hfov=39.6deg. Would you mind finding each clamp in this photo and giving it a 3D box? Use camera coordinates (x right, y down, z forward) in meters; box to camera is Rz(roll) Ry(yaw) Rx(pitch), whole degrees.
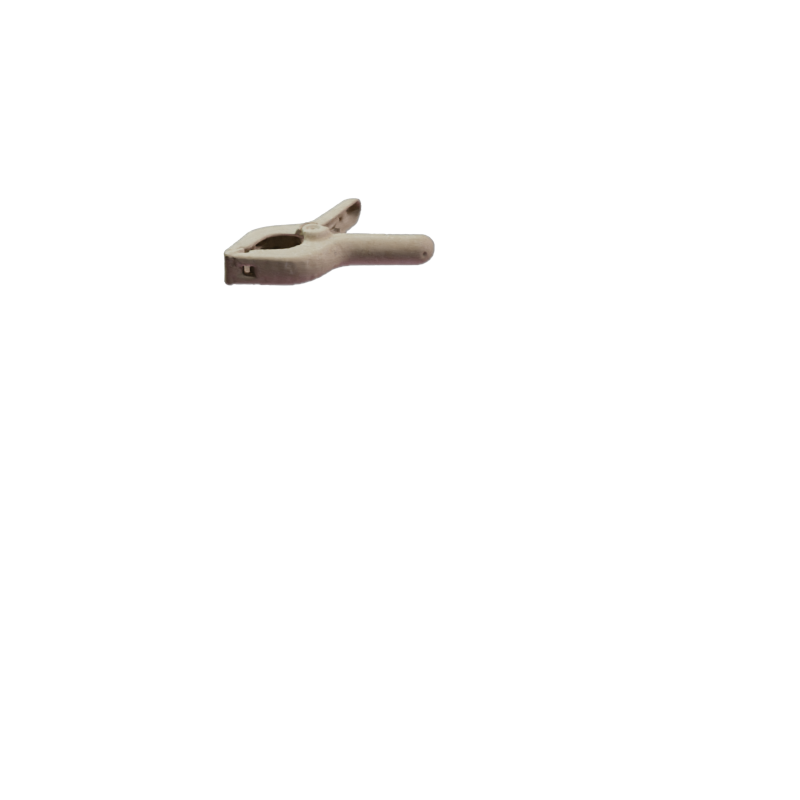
[{"bbox_3d":[-0.072,-0.131,0.915,0.168,0.037,0.128,-11,25,-23],"label":"clamp"}]
